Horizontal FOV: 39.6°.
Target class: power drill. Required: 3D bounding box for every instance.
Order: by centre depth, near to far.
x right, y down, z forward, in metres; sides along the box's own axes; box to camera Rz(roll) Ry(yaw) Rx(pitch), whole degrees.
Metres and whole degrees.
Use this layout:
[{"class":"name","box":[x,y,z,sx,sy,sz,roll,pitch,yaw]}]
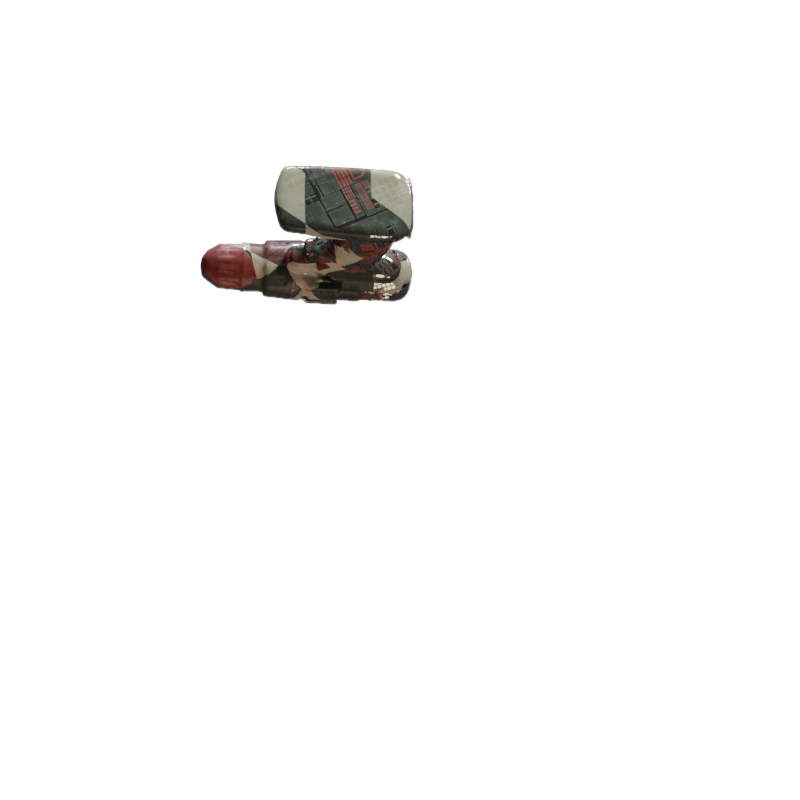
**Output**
[{"class":"power drill","box":[-0.071,-0.130,0.909,0.183,0.060,0.182,2,-13,-7]}]
